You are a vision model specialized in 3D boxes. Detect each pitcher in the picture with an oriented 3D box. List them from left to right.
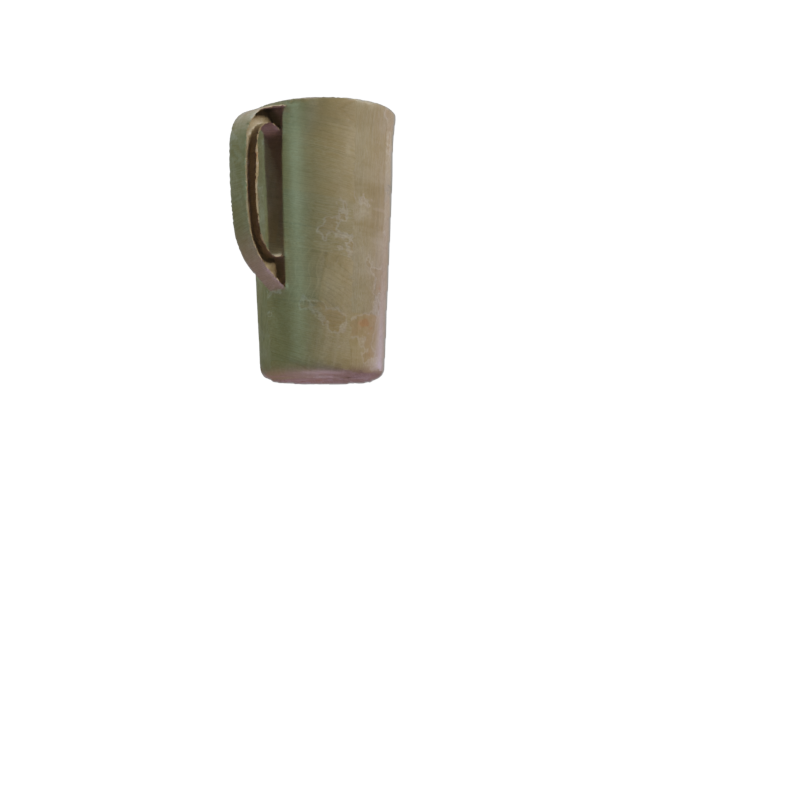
[{"bbox_3d":[-0.076,-0.139,0.972,0.148,0.249,0.143,0,-9,-6],"label":"pitcher"}]
